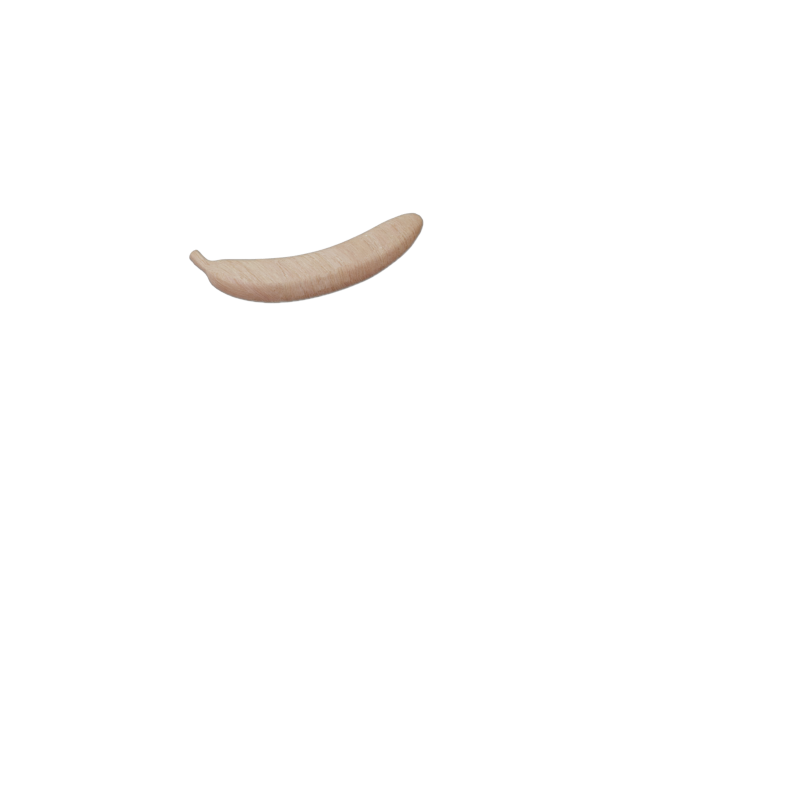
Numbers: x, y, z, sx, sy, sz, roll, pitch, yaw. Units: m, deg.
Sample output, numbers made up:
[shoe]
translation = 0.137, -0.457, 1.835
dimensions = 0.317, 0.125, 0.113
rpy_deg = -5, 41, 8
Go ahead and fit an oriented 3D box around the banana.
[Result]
[banana]
translation = -0.071, -0.114, 0.905
dimensions = 0.196, 0.075, 0.034
rpy_deg = -9, -32, -6
